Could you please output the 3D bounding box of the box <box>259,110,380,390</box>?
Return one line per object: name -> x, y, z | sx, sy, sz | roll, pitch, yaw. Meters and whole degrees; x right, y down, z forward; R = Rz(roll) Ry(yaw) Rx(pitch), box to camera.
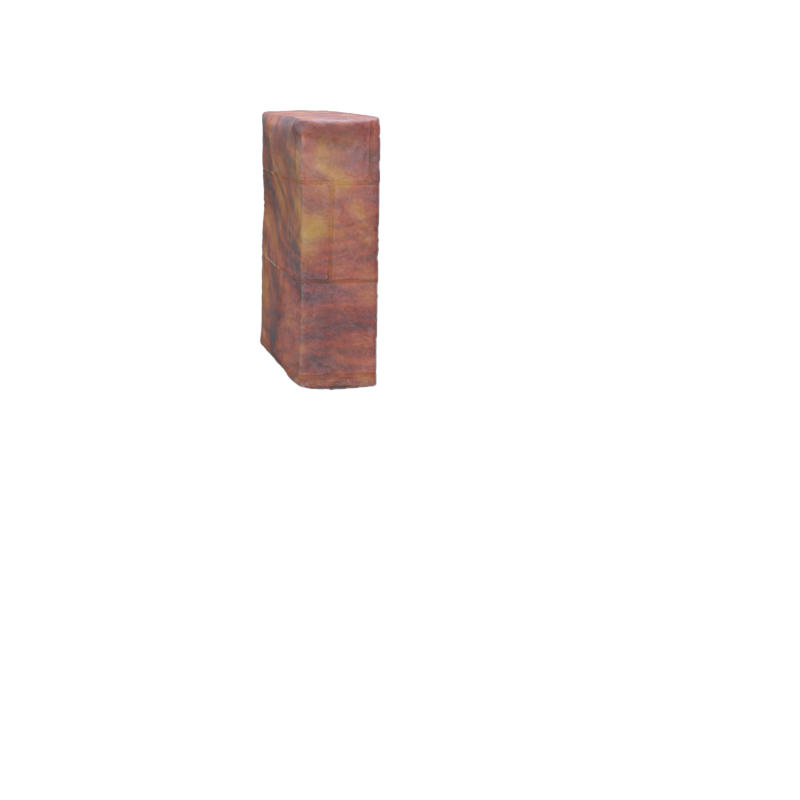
box -> -0.072, -0.132, 0.926 | 0.070, 0.209, 0.171 | -2, 12, -17
